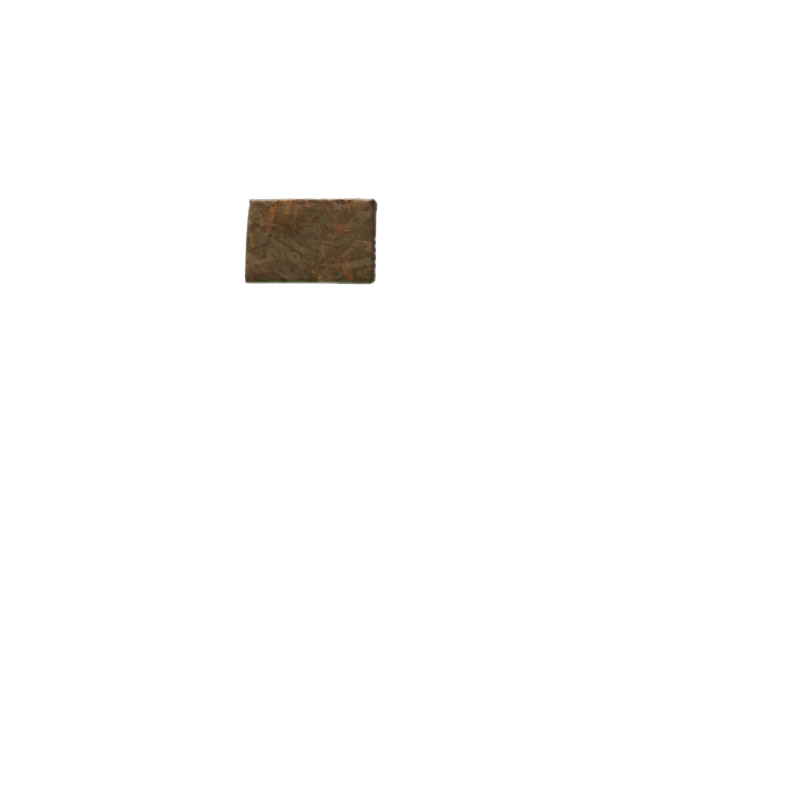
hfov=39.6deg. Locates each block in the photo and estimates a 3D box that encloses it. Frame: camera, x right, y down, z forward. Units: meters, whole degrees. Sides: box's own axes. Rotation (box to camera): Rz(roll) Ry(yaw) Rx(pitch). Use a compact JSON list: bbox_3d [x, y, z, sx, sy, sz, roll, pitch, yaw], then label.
[{"bbox_3d":[-0.054,-0.098,0.686,0.078,0.051,0.053,0,4,4],"label":"block"}]
